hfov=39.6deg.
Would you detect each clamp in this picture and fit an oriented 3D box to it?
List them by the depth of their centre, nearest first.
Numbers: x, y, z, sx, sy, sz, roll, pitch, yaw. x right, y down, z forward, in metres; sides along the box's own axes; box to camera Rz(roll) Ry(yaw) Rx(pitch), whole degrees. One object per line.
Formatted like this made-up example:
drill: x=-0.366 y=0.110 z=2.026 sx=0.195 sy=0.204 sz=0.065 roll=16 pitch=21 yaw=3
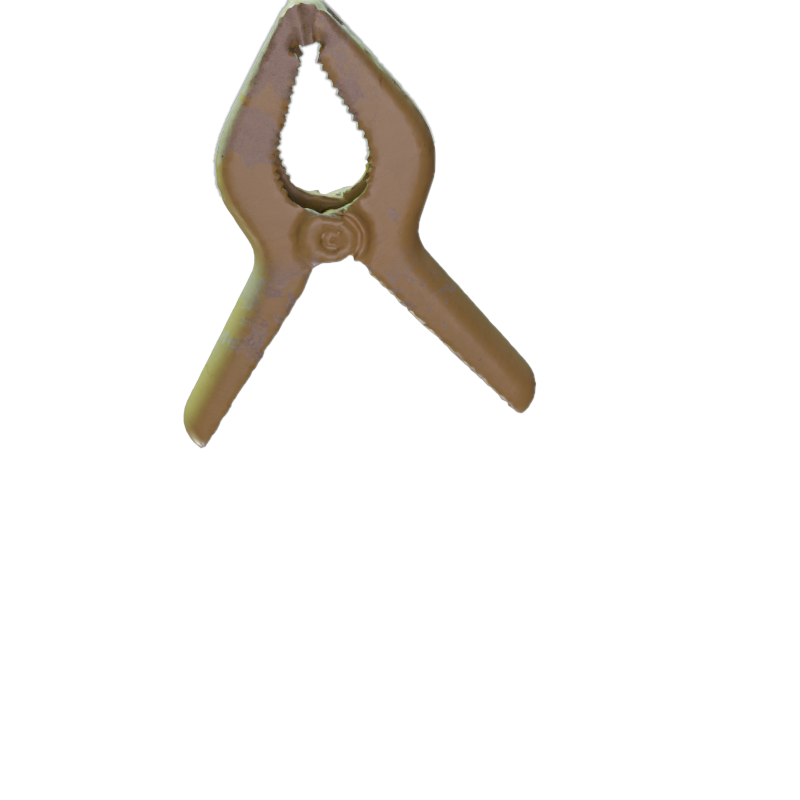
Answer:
clamp: x=-0.038 y=-0.070 z=0.491 sx=0.165 sy=0.199 sz=0.038 roll=-13 pitch=22 yaw=5
